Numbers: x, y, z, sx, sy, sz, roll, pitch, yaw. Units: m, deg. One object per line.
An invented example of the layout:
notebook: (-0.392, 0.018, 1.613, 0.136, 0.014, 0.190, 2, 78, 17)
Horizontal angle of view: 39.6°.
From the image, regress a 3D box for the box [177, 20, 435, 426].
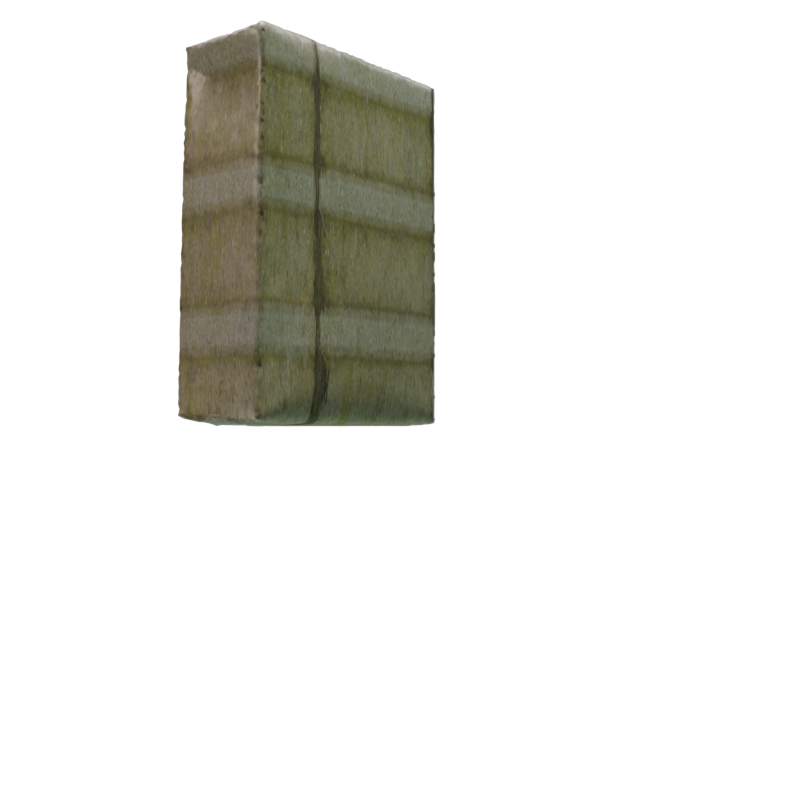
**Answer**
box: (-0.051, -0.093, 0.651, 0.074, 0.218, 0.156, -7, -9, 37)
